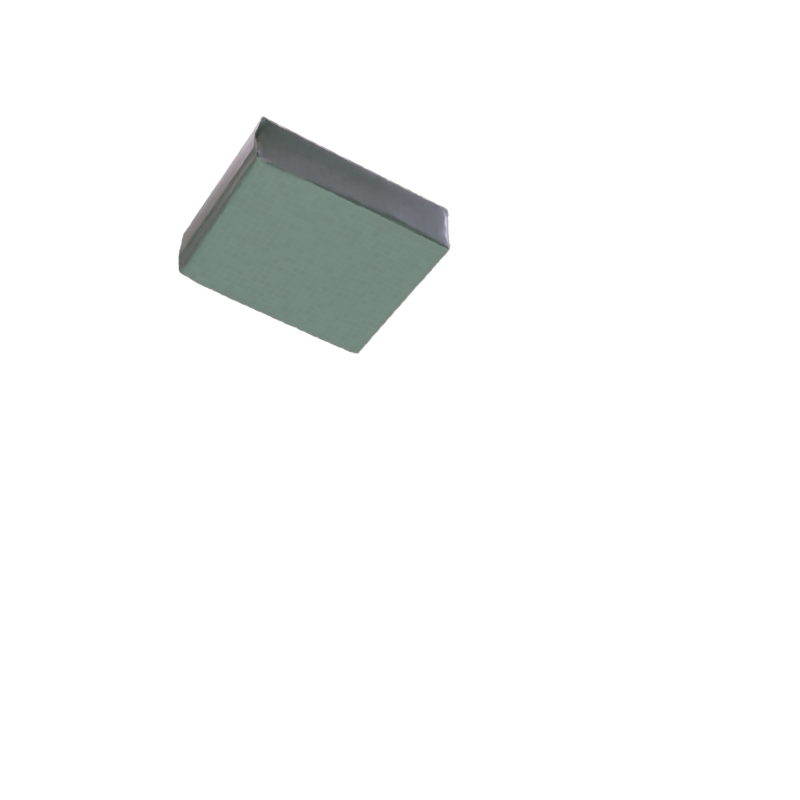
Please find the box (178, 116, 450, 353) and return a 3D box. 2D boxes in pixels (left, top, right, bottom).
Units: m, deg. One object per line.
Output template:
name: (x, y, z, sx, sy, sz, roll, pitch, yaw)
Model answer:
box: (-0.045, -0.081, 0.568, 0.109, 0.042, 0.087, 24, -51, -21)
